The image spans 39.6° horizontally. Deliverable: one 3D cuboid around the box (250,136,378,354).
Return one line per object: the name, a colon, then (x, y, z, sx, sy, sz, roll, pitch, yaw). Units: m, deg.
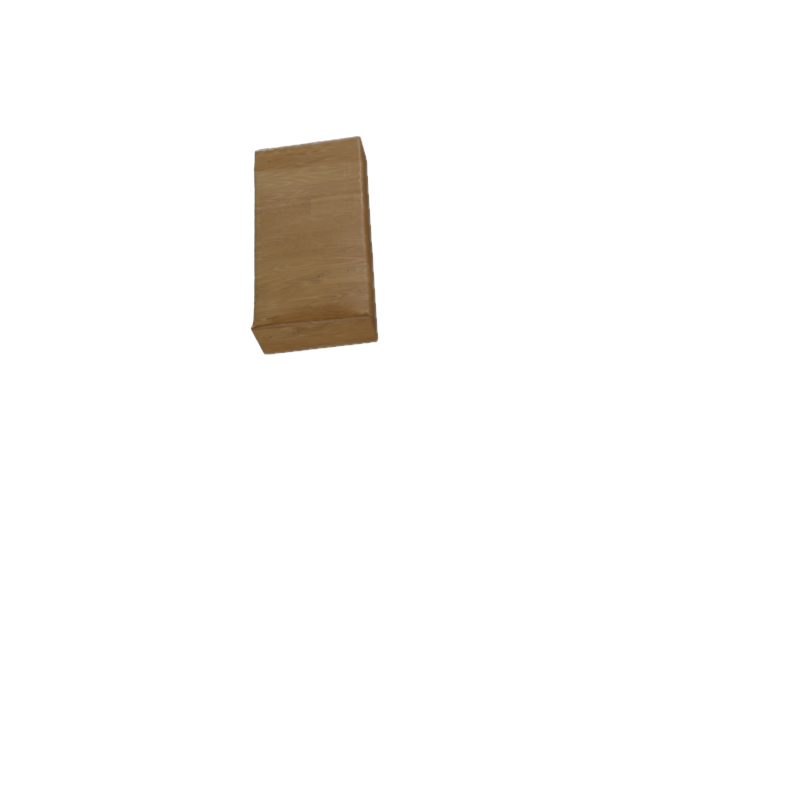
box: (-0.069, -0.126, 0.884, 0.094, 0.189, 0.044, -7, -35, 7)
